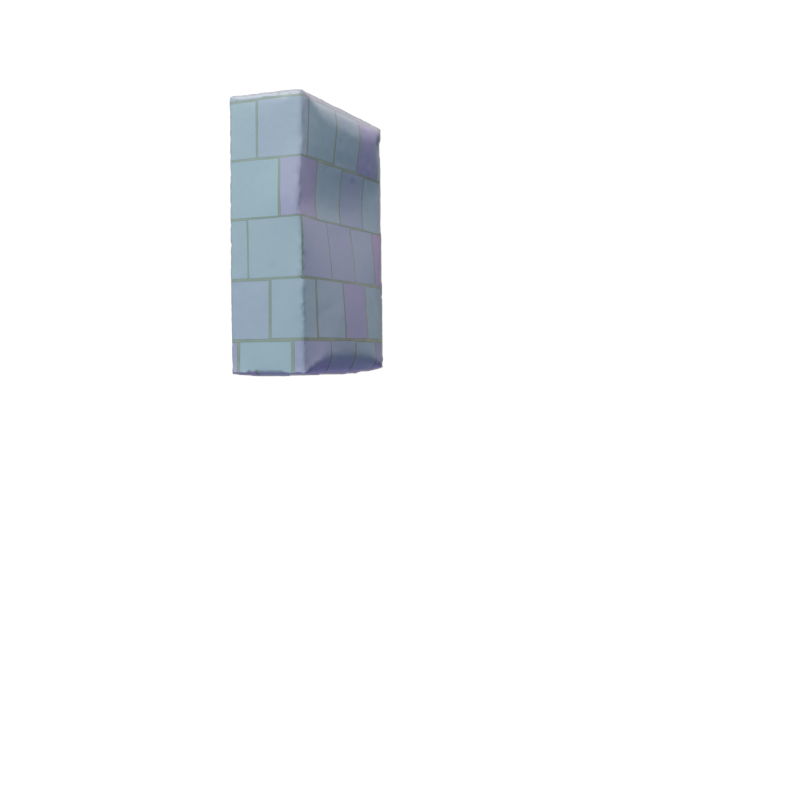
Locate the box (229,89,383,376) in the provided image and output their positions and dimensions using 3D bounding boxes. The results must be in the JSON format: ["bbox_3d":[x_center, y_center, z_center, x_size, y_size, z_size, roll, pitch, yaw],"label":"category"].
[{"bbox_3d":[-0.070,-0.128,0.896,0.074,0.217,0.158,-2,-4,22],"label":"box"}]
